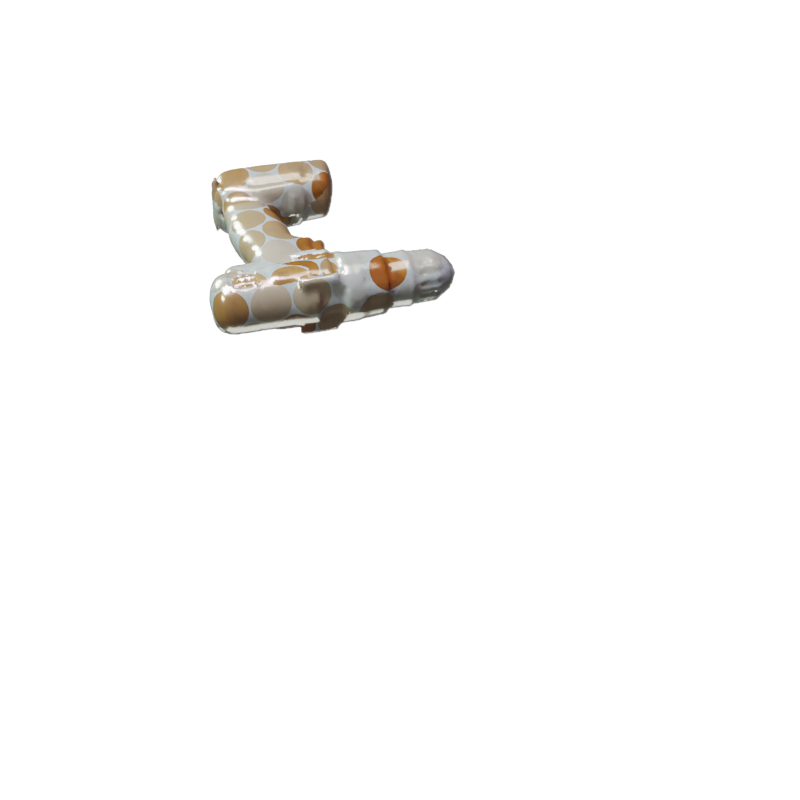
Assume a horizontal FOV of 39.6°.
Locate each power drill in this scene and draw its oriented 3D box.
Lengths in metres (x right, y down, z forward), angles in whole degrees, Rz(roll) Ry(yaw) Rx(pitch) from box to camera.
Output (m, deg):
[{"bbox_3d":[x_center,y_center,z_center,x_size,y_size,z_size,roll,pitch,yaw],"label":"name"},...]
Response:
[{"bbox_3d":[-0.069,-0.126,0.880,0.182,0.054,0.202,-9,36,-12],"label":"power drill"}]
